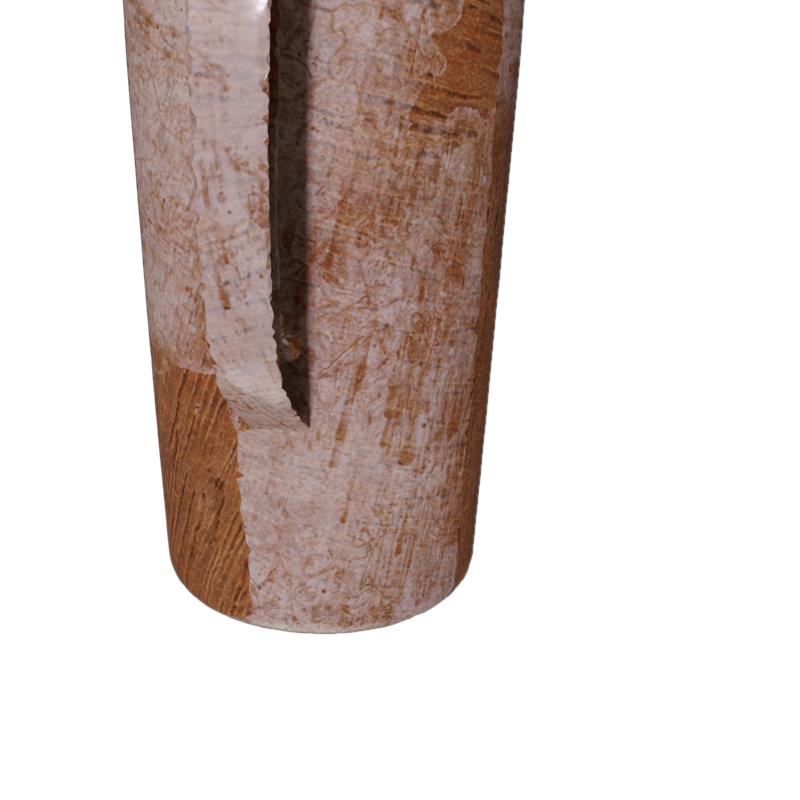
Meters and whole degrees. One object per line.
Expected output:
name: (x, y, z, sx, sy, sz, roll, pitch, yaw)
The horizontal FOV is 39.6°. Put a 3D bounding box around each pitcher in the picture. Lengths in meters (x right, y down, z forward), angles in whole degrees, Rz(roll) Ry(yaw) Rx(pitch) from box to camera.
pitcher: (-0.028, -0.052, 0.361, 0.145, 0.236, 0.153, -9, 17, -35)
